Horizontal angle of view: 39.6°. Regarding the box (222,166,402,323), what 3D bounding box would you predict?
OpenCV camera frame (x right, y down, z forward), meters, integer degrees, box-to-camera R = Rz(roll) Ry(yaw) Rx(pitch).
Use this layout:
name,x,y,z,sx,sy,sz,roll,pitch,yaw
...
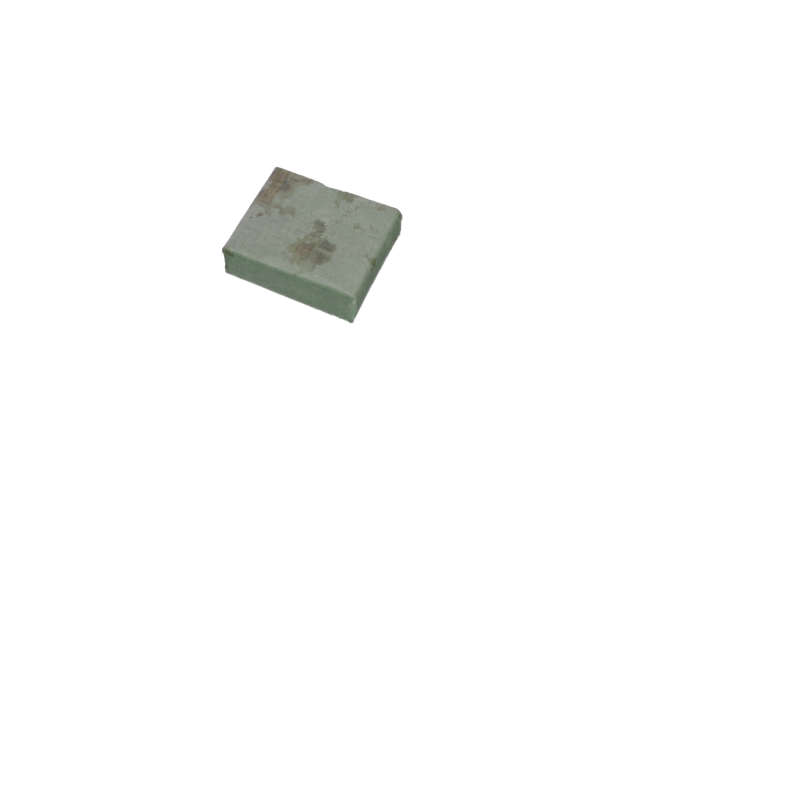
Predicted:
name,x,y,z,sx,sy,sz,roll,pitch,yaw
box,-0.053,-0.097,0.680,0.092,0.076,0.028,21,-32,13
